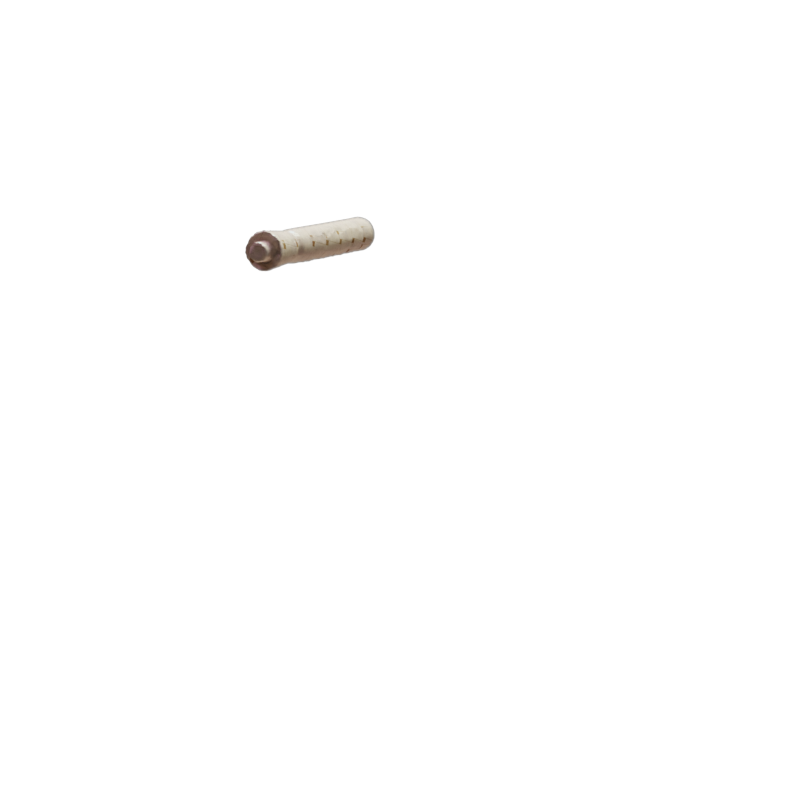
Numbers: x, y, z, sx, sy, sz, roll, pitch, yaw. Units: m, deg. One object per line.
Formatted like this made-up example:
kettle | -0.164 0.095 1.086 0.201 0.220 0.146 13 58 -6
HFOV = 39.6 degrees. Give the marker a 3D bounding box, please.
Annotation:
marker | -0.044 -0.080 0.558 0.020 0.019 0.120 1 12 21
